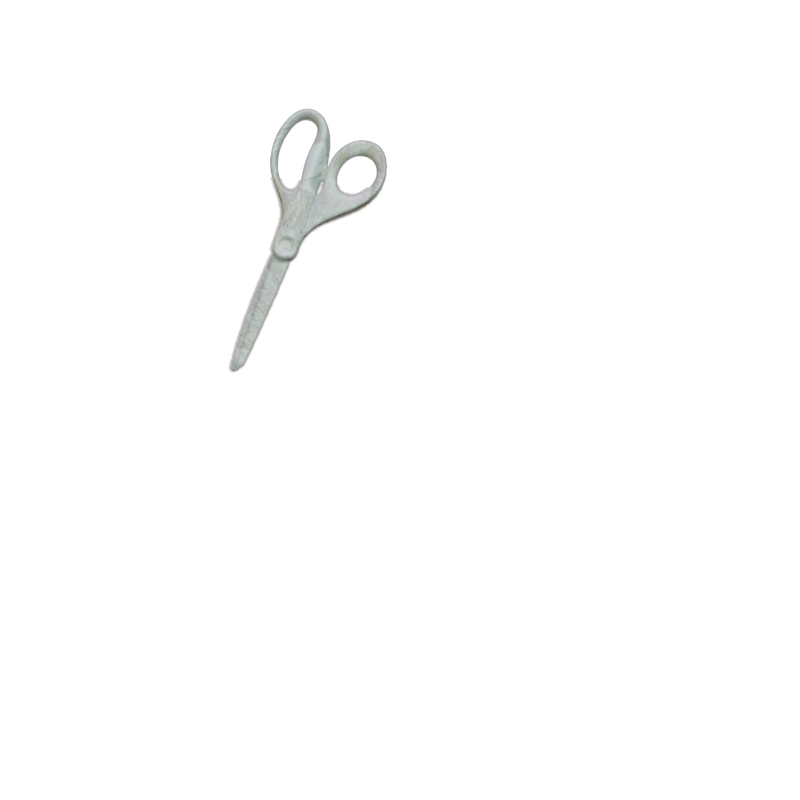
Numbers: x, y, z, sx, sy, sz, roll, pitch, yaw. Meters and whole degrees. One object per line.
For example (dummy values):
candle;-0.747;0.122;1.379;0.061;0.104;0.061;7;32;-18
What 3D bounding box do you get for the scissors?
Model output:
scissors;-0.063;-0.115;0.808;0.096;0.208;0.015;5;-15;1
